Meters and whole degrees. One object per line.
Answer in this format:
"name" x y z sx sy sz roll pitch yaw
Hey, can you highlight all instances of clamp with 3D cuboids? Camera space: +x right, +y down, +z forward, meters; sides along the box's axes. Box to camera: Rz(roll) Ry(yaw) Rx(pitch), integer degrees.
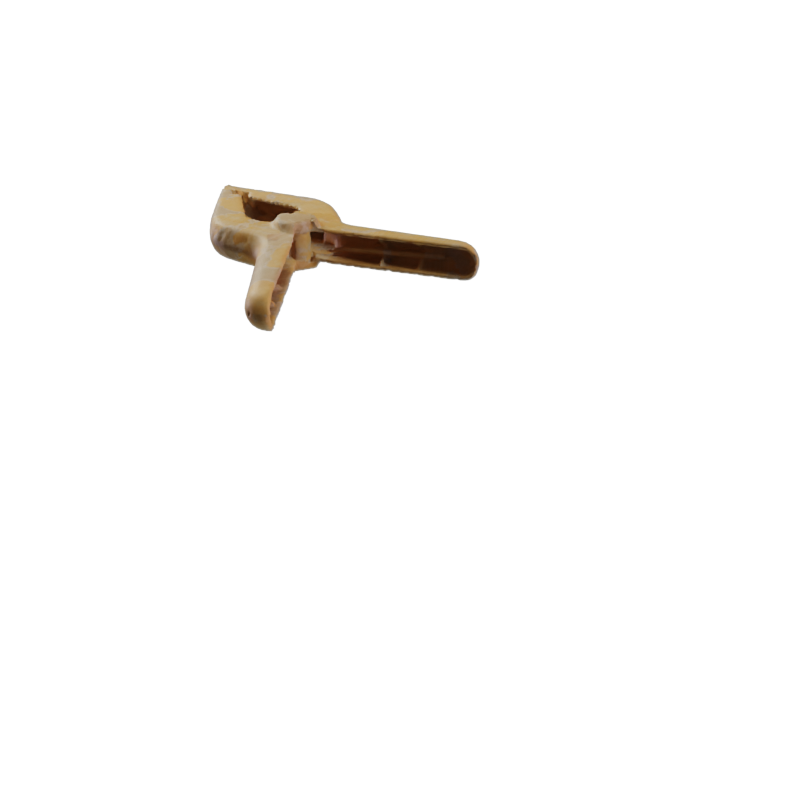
"clamp" -0.059 -0.108 0.756 0.161 0.035 0.225 -12 29 -23
